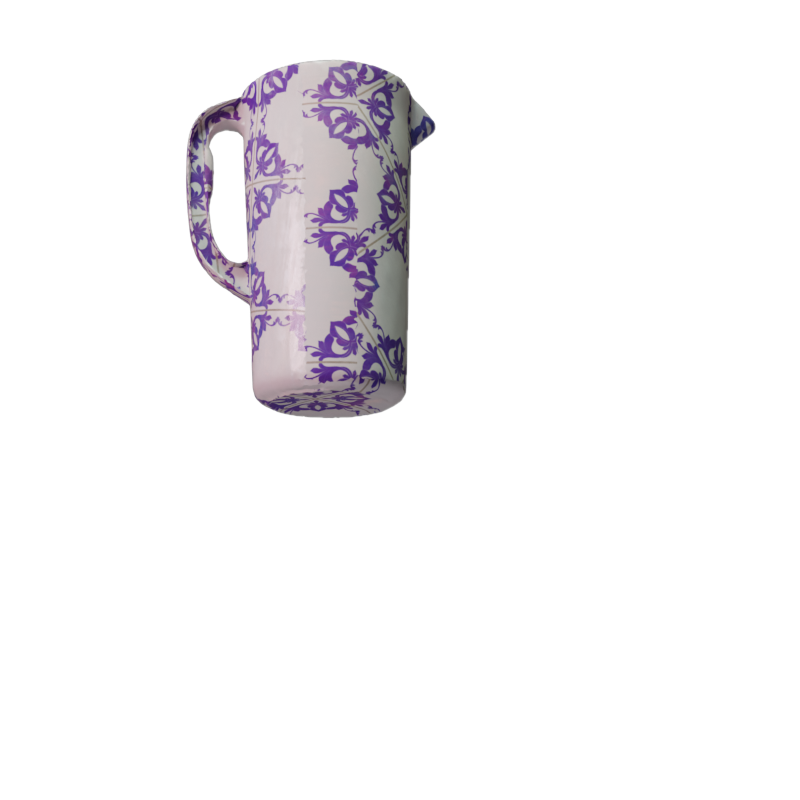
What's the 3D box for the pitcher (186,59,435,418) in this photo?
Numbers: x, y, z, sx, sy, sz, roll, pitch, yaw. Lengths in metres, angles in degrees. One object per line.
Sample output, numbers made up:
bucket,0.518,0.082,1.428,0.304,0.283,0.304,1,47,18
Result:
pitcher,-0.064,-0.116,0.813,0.152,0.254,0.136,-14,-22,33
